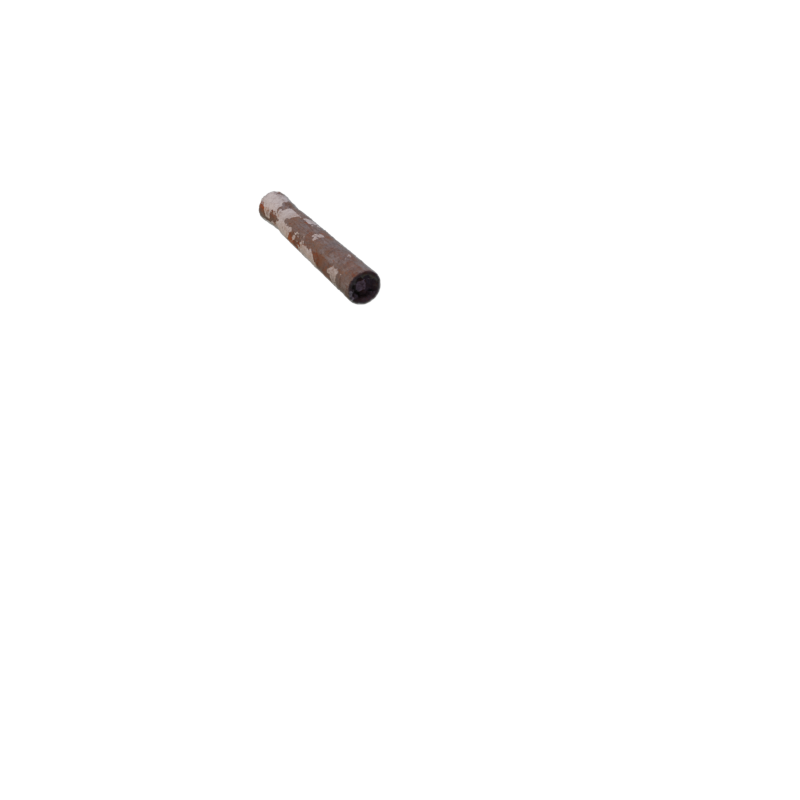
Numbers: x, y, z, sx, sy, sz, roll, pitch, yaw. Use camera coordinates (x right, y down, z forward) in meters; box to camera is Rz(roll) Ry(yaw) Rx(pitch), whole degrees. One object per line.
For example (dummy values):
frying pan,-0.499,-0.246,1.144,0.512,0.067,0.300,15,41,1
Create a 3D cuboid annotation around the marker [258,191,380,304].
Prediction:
marker,-0.046,-0.084,0.591,0.019,0.019,0.130,-2,28,-29
